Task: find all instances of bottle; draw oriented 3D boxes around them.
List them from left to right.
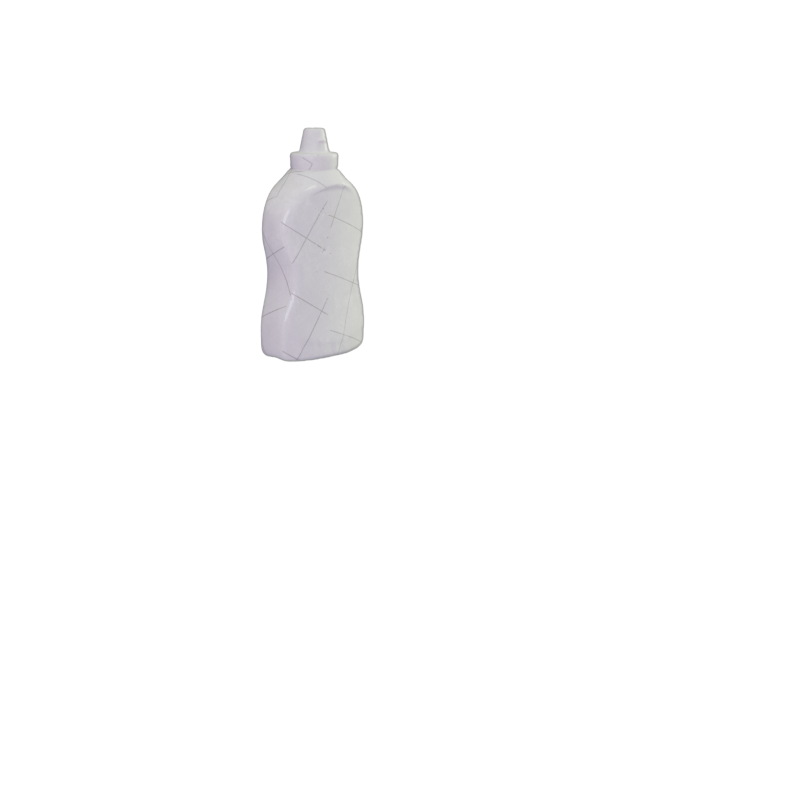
[{"bbox_3d":[-0.073,-0.134,0.937,0.093,0.188,0.061,-8,12,-42],"label":"bottle"}]
